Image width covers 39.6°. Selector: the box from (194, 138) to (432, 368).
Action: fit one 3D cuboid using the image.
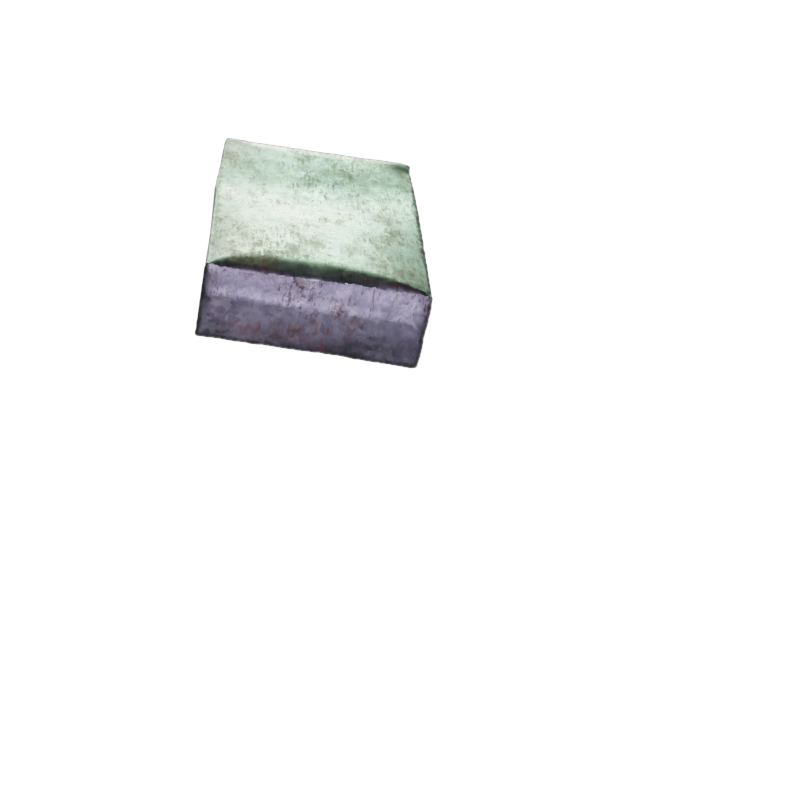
[{"bbox_3d":[-0.068,-0.124,0.866,0.162,0.068,0.228,7,35,-8],"label":"box"}]
